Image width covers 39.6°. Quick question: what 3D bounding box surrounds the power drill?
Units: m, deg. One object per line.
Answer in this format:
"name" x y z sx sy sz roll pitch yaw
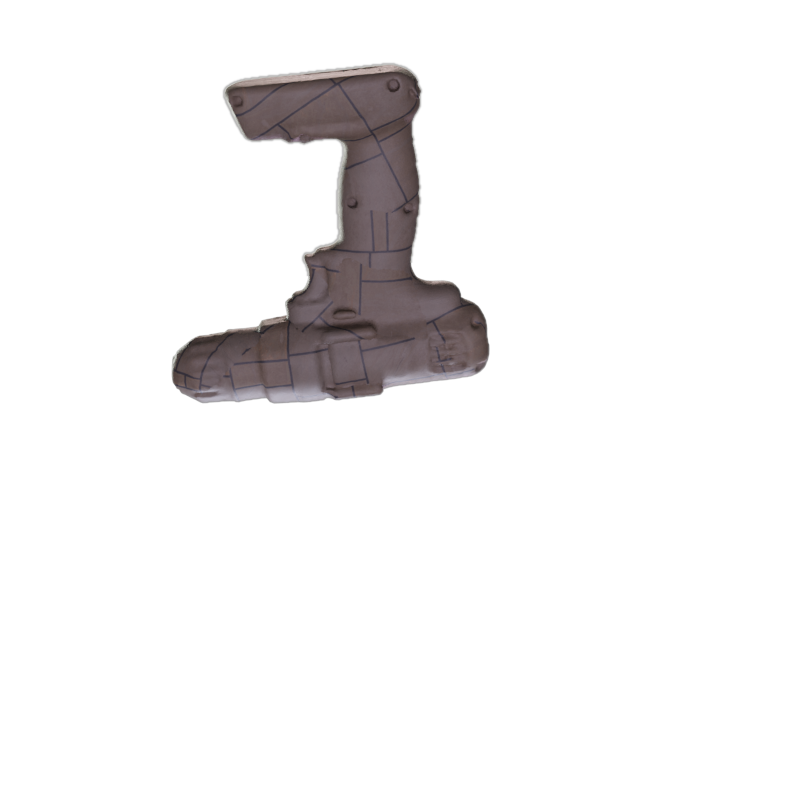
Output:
"power drill" -0.049 -0.089 0.626 0.185 0.180 0.060 -7 16 2
